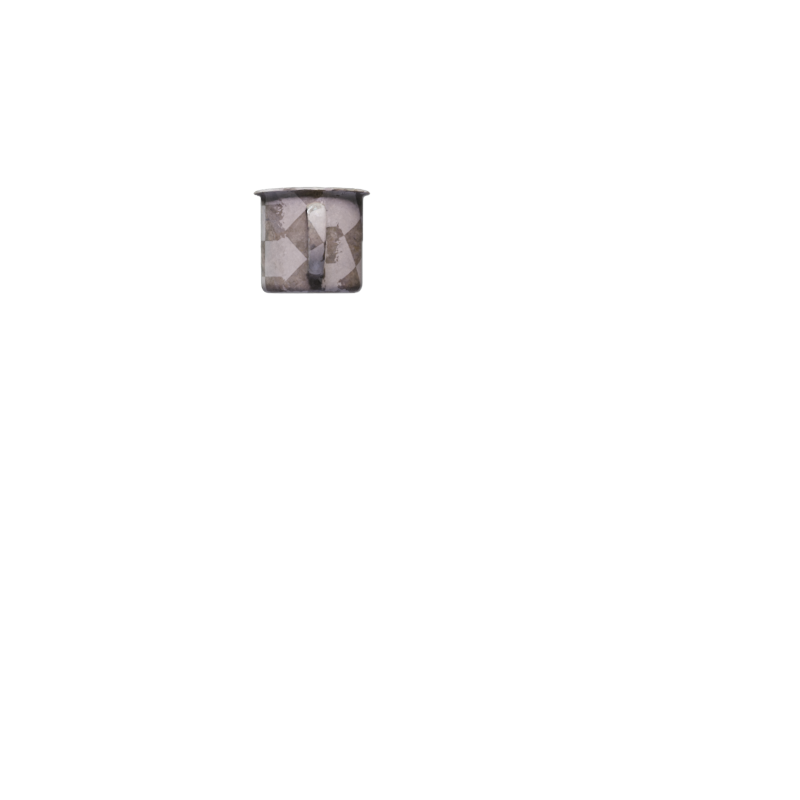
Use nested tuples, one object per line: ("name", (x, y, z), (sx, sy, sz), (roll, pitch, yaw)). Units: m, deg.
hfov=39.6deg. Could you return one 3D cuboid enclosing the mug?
("mug", (-0.069, -0.125, 0.876), (0.092, 0.081, 0.119), (0, 3, -9))
